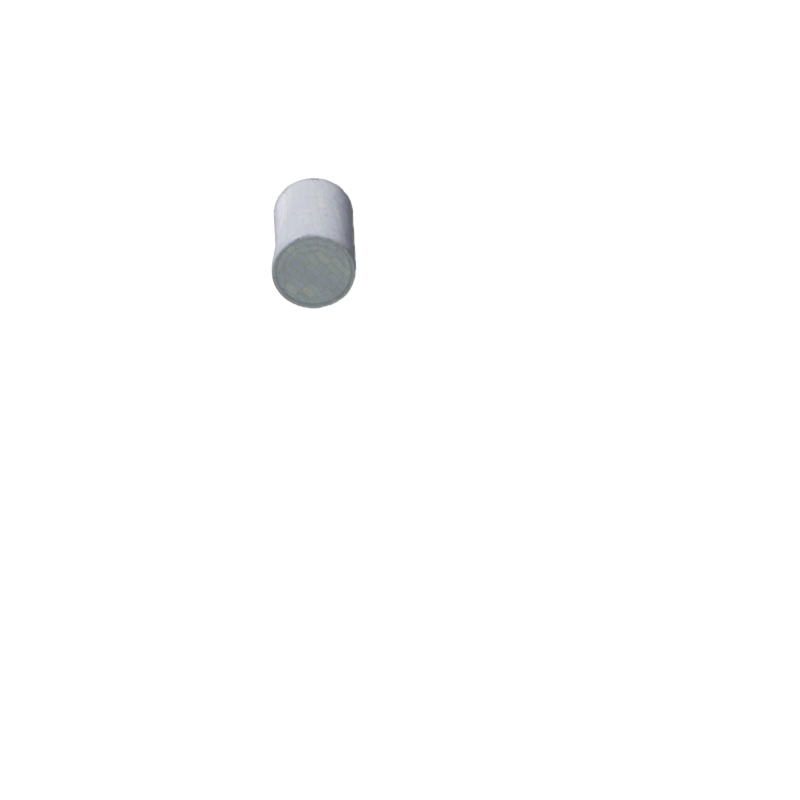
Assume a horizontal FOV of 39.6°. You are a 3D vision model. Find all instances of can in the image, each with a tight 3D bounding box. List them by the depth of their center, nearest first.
[{"bbox_3d":[-0.071,-0.129,0.902,0.068,0.064,0.109,-1,33,-3],"label":"can"}]
